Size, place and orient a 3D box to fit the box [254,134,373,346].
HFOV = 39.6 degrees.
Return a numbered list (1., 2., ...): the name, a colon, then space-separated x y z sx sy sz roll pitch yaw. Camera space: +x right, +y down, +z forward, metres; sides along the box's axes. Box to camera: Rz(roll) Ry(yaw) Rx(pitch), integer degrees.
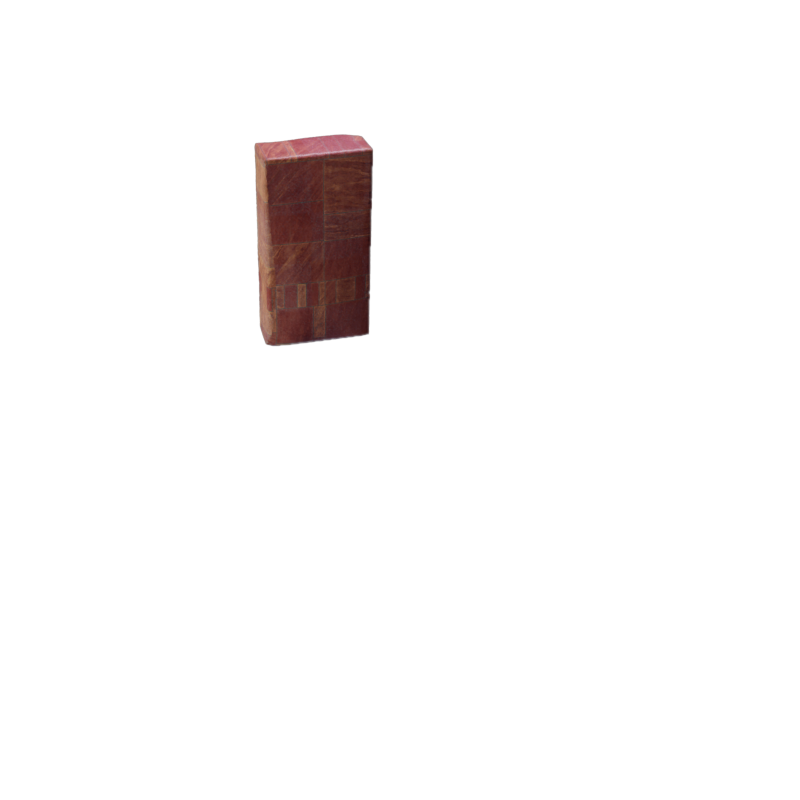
1. box: -0.073 -0.133 0.932 0.092 0.167 0.051 -6 28 -15
